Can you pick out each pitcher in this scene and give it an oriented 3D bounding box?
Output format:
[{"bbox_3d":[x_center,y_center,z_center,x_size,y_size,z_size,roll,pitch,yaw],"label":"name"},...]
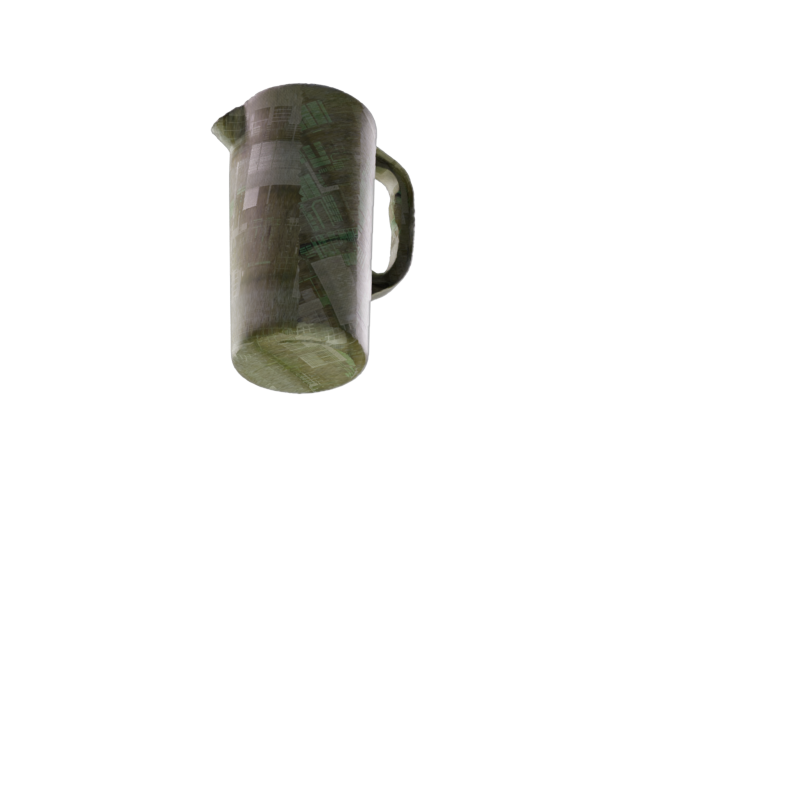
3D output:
[{"bbox_3d":[-0.073,-0.132,0.928,0.151,0.259,0.134,-11,-32,15],"label":"pitcher"}]
